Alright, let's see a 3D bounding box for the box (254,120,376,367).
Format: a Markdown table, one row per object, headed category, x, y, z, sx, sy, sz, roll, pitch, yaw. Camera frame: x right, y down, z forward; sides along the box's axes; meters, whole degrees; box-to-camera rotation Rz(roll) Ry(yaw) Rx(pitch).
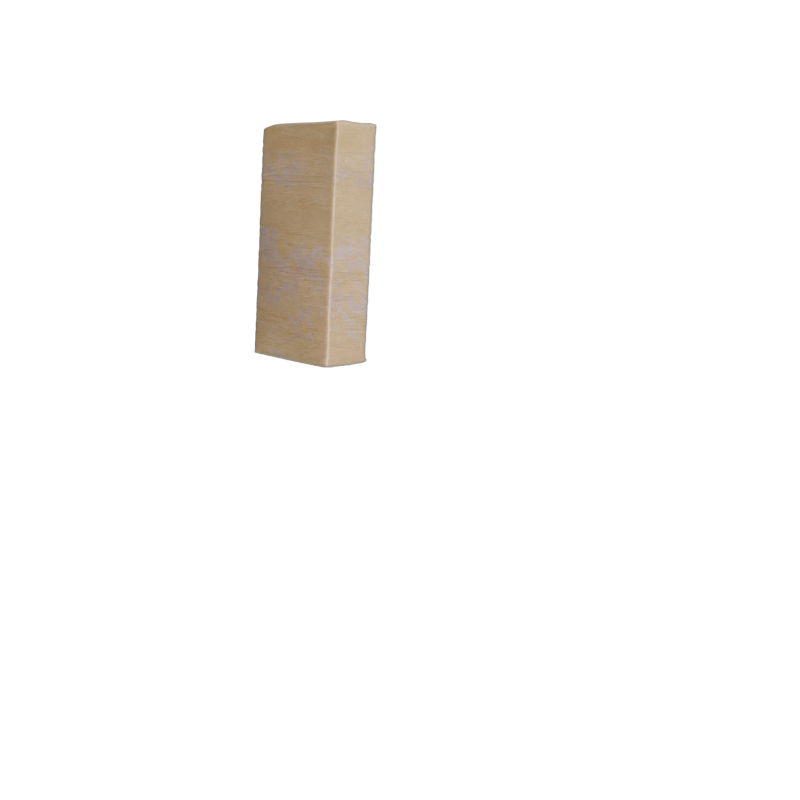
| category | x | y | z | sx | sy | sz | roll | pitch | yaw |
| --- | --- | --- | --- | --- | --- | --- | --- | --- | --- |
| box | -0.065 | -0.118 | 0.825 | 0.046 | 0.175 | 0.097 | -2 | 5 | -41 |
